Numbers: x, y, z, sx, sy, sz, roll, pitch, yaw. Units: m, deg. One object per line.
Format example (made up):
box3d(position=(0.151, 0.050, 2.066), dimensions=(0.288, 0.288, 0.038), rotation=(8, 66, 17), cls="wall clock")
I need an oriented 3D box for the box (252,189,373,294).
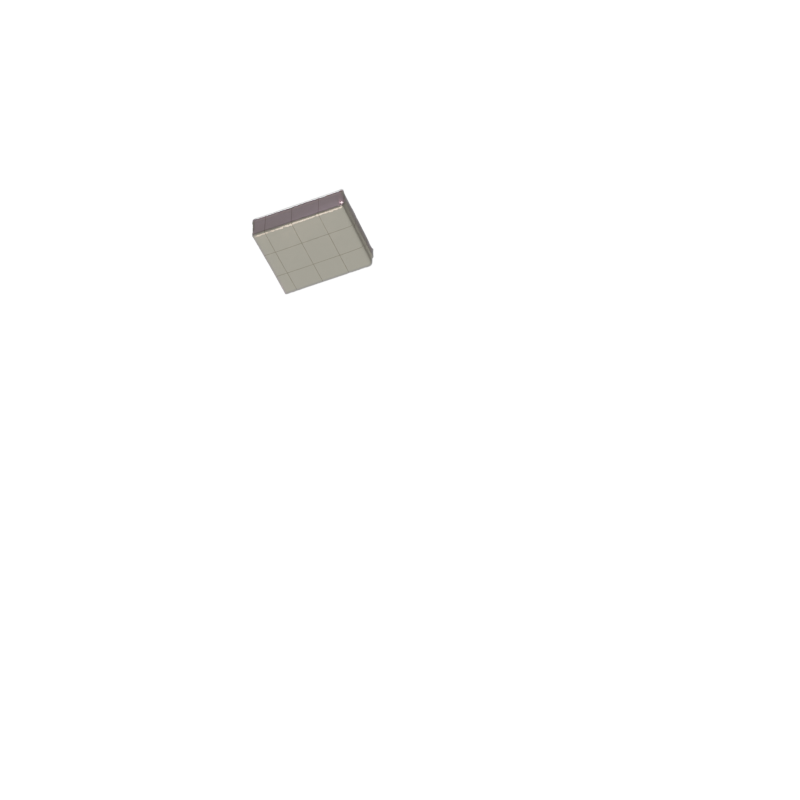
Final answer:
box3d(position=(-0.077, -0.142, 0.991), dimensions=(0.090, 0.068, 0.032), rotation=(-17, 38, 14), cls="box")
